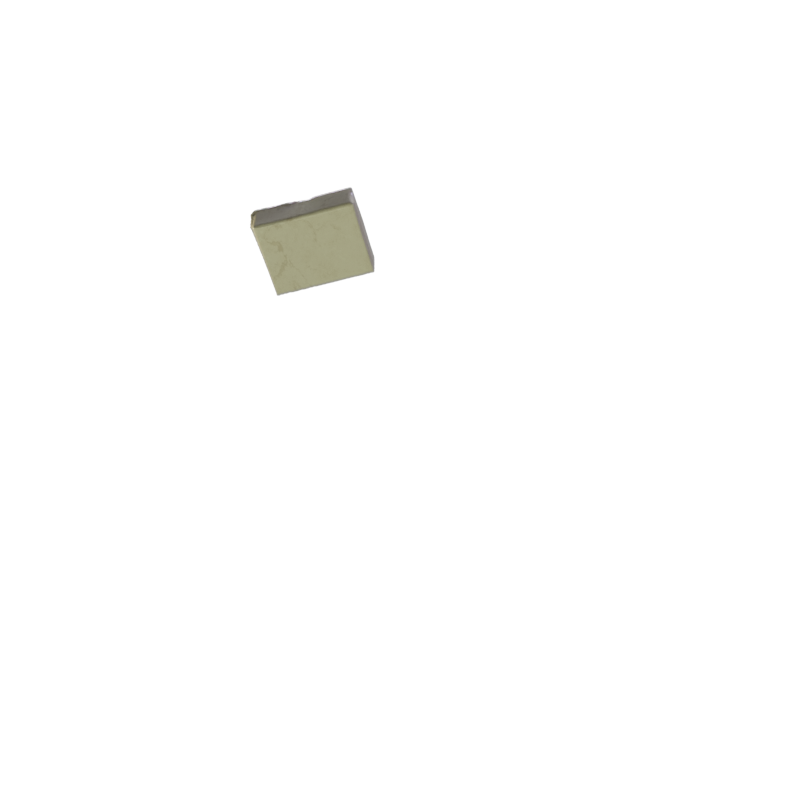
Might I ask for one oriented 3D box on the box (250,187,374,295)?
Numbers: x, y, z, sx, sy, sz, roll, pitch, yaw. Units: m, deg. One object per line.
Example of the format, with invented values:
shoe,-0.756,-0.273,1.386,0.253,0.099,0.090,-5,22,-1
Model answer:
box,-0.073,-0.133,0.931,0.090,0.068,0.032,-12,37,9
